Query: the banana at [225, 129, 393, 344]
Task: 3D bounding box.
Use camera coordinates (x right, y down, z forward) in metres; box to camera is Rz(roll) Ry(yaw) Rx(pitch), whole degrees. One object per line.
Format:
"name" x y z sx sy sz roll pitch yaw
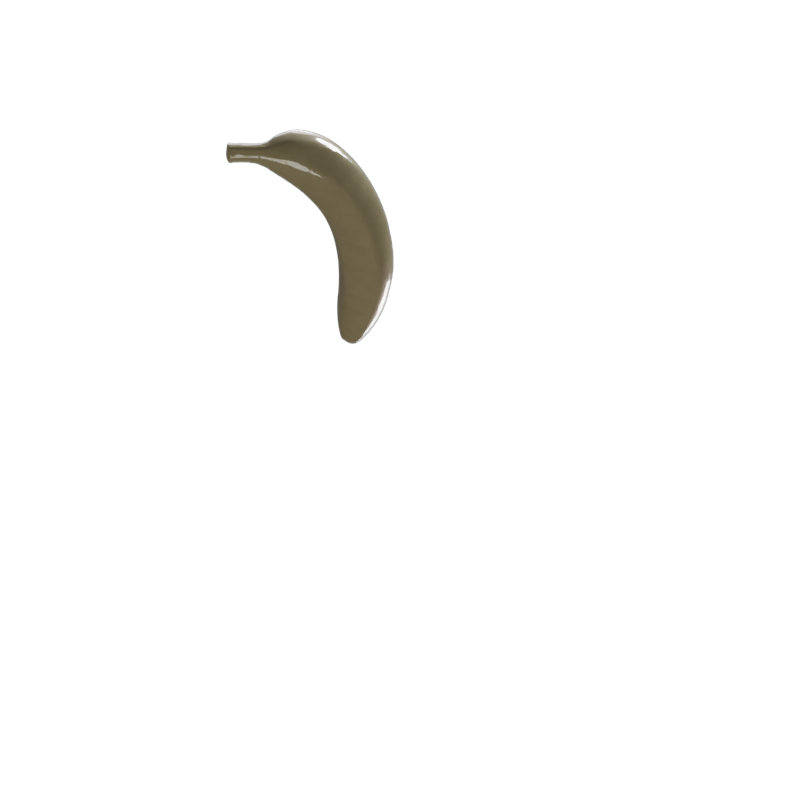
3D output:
"banana" -0.041 -0.112 0.725 0.070 0.039 0.182 -16 -45 16
